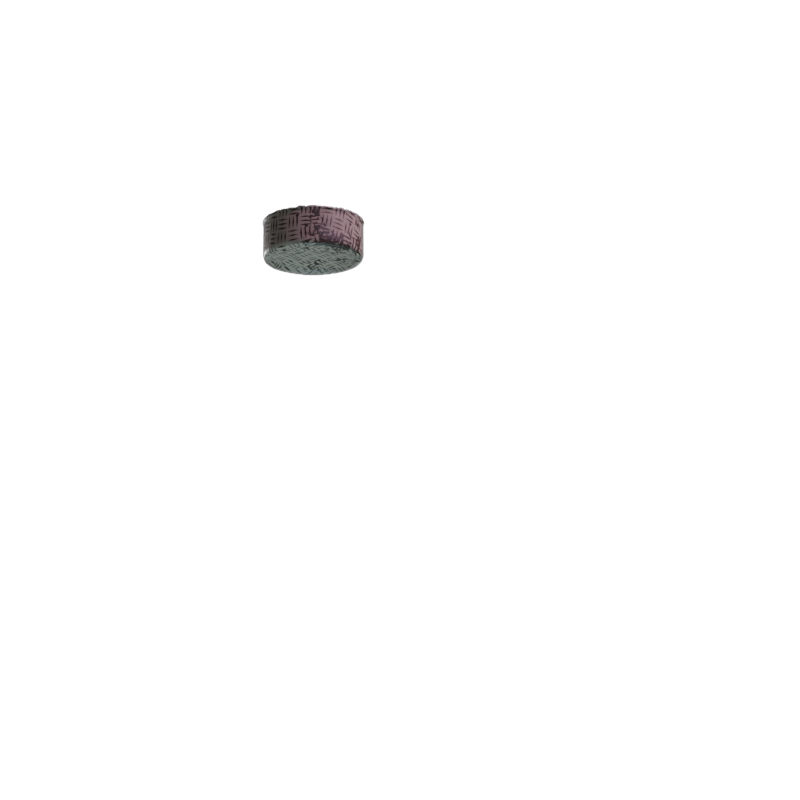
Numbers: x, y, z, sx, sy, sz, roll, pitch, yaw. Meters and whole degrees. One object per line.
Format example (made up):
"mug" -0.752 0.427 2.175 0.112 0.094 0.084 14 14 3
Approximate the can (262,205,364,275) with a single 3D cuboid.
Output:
"can" -0.073 -0.133 0.931 0.086 0.035 0.083 0 -13 -2
